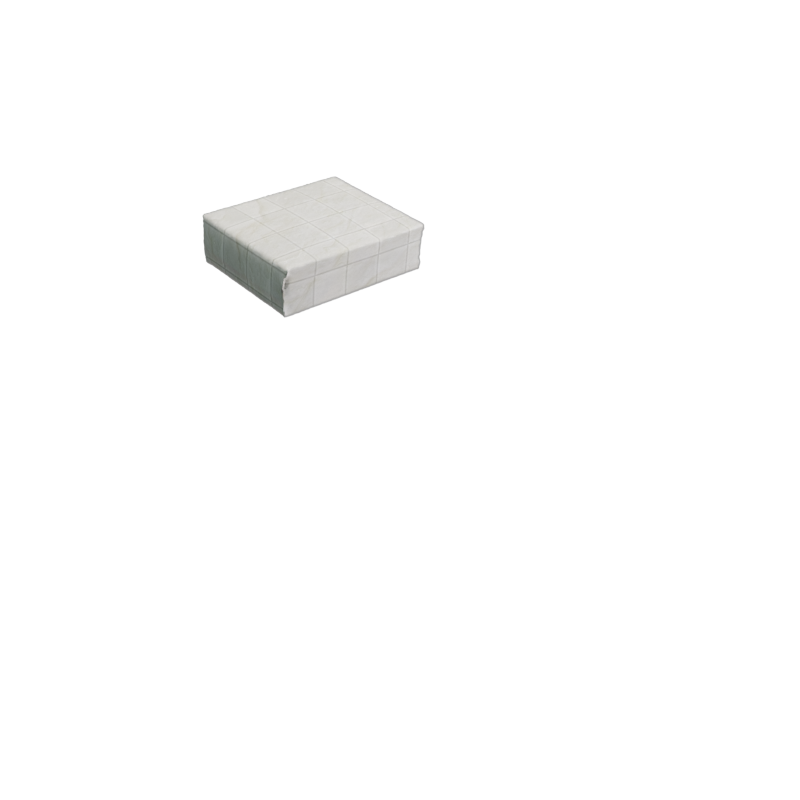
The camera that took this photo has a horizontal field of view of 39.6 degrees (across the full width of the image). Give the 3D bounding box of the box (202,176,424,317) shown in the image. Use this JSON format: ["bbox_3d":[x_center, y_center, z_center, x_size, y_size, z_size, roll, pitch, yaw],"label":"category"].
[{"bbox_3d":[-0.055,-0.101,0.707,0.113,0.037,0.096,-25,41,-33],"label":"box"}]
